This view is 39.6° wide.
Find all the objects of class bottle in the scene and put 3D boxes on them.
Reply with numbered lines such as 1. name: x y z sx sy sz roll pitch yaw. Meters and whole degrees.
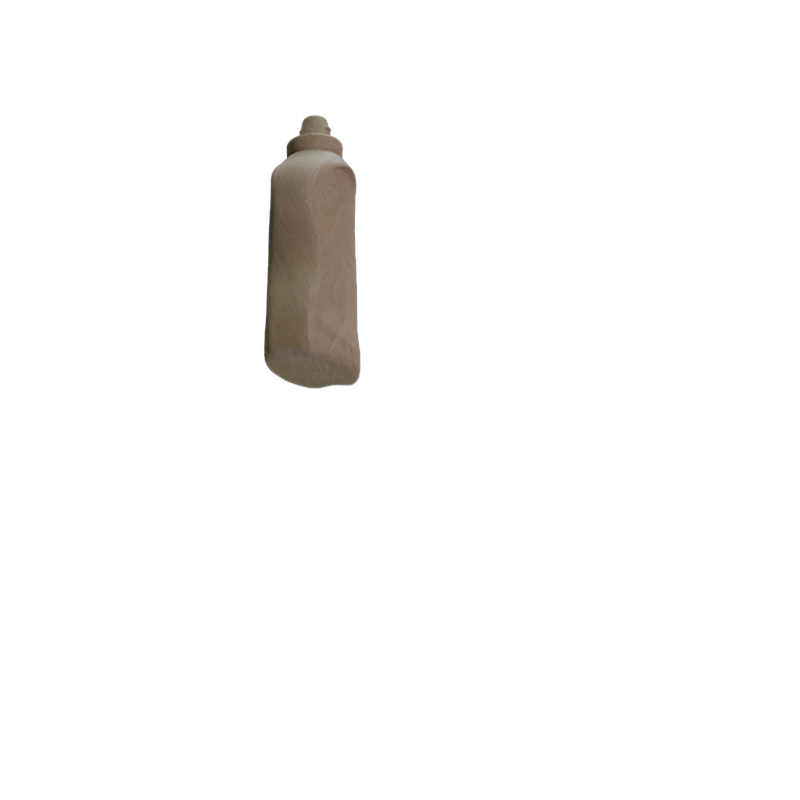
1. bottle: -0.060 -0.111 0.776 0.059 0.201 0.090 -9 -21 18
